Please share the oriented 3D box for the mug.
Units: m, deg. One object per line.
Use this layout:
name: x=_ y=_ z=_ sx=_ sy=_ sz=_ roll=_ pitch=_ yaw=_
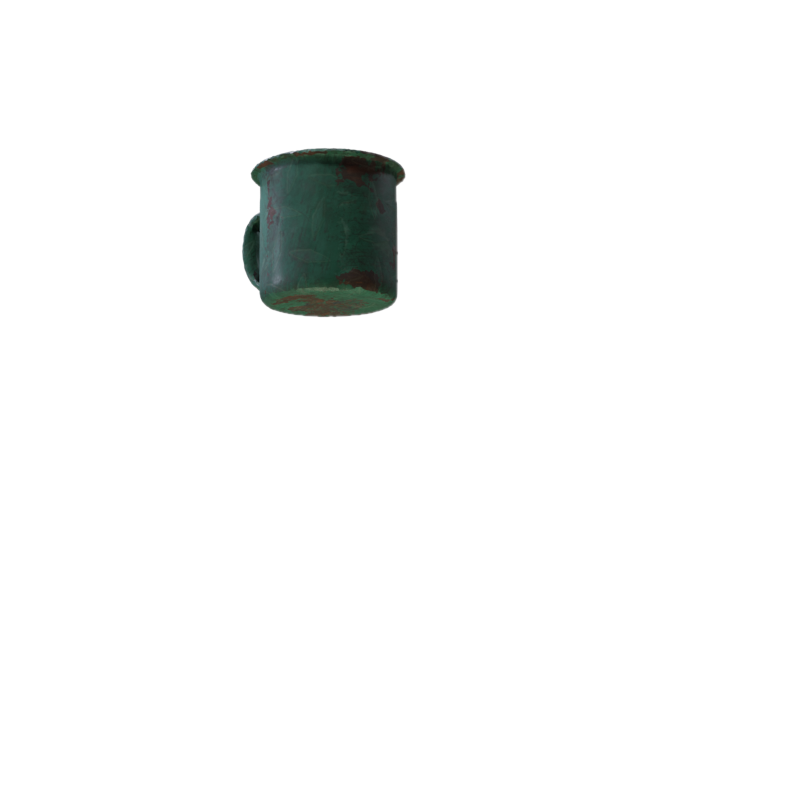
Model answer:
mug: x=-0.052 y=-0.095 z=0.666 sx=0.120 sy=0.084 sz=0.088 roll=-8 pitch=-13 yaw=38
